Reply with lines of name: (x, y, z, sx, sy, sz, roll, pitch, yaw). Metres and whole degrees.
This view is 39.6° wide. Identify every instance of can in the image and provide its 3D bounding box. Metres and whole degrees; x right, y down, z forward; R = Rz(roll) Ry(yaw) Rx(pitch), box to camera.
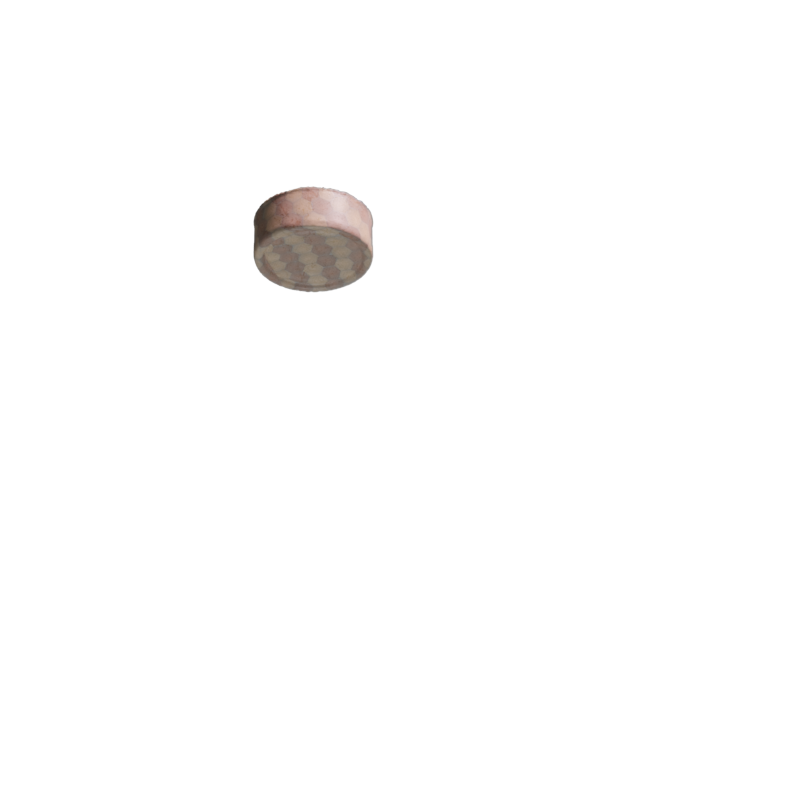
can: (-0.062, -0.112, 0.786, 0.086, 0.036, 0.081, 1, -30, -2)
